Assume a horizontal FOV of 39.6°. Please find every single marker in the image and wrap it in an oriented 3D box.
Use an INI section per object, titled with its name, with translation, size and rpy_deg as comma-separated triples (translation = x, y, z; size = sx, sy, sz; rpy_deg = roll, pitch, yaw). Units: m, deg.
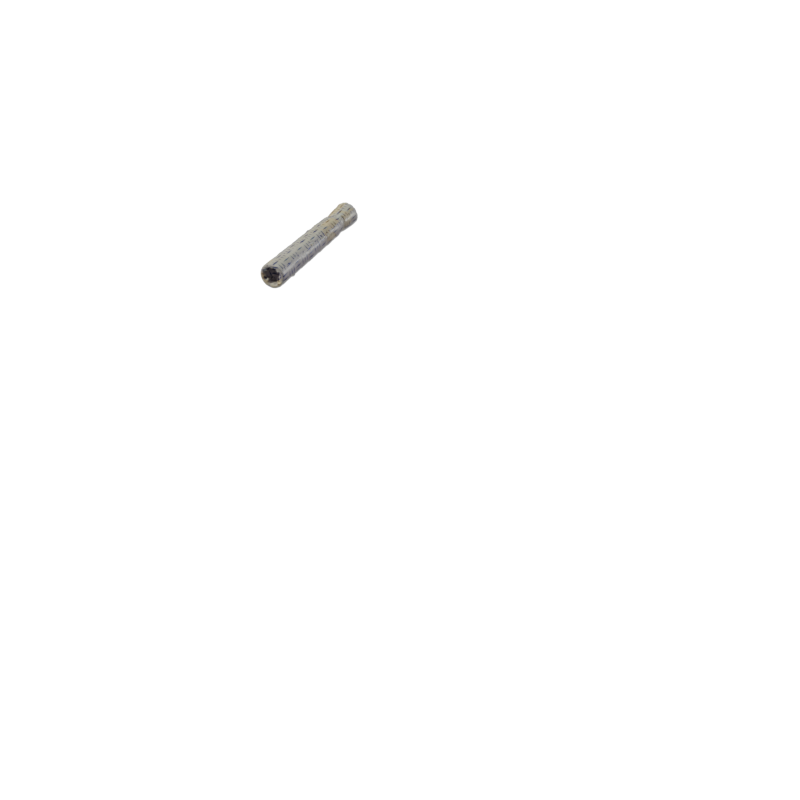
[marker]
translation = -0.064, -0.116, 0.812
size = 0.020, 0.019, 0.124
rpy_deg = 1, 30, 27
